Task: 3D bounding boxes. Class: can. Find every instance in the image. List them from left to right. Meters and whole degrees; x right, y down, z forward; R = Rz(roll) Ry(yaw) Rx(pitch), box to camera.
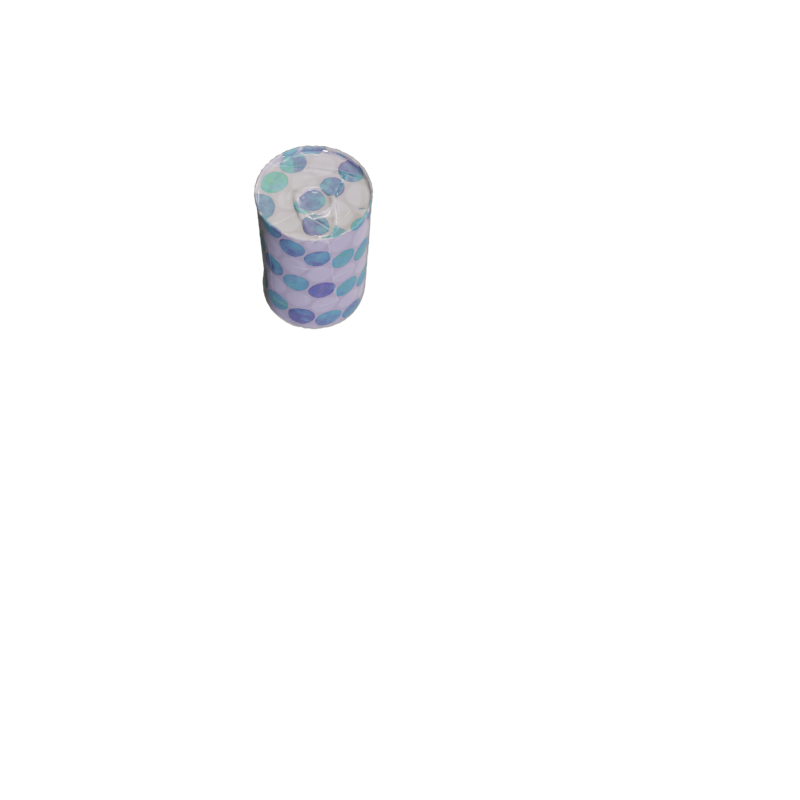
[{"bbox_3d":[-0.053,-0.096,0.672,0.068,0.073,0.096,0,-30,-3],"label":"can"}]
